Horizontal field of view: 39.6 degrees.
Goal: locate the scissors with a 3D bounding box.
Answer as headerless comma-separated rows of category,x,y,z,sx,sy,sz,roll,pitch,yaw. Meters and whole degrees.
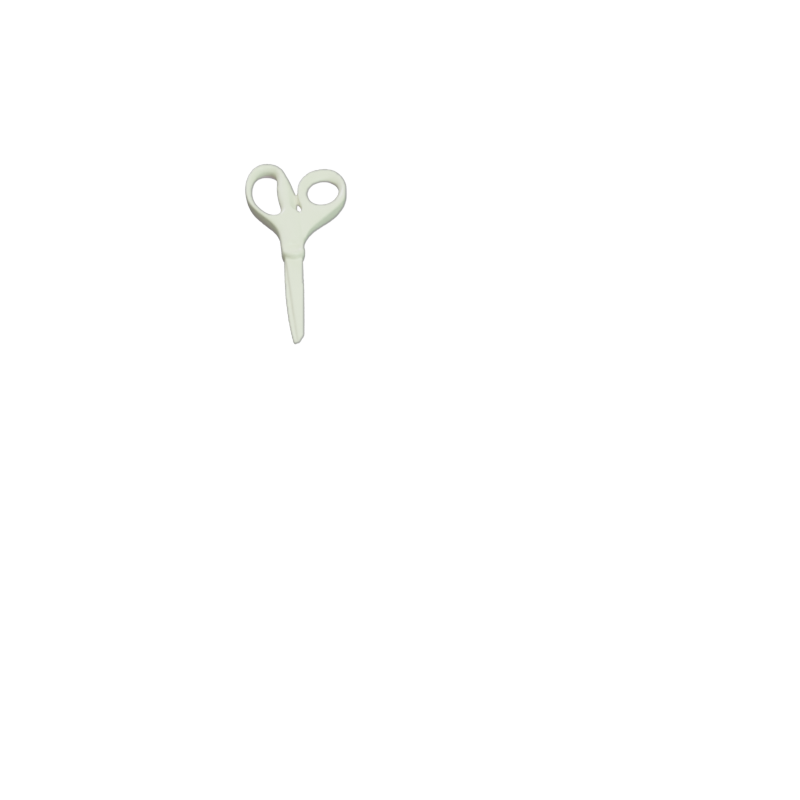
scissors,-0.071,-0.130,0.913,0.095,0.218,0.015,-15,-40,-13
